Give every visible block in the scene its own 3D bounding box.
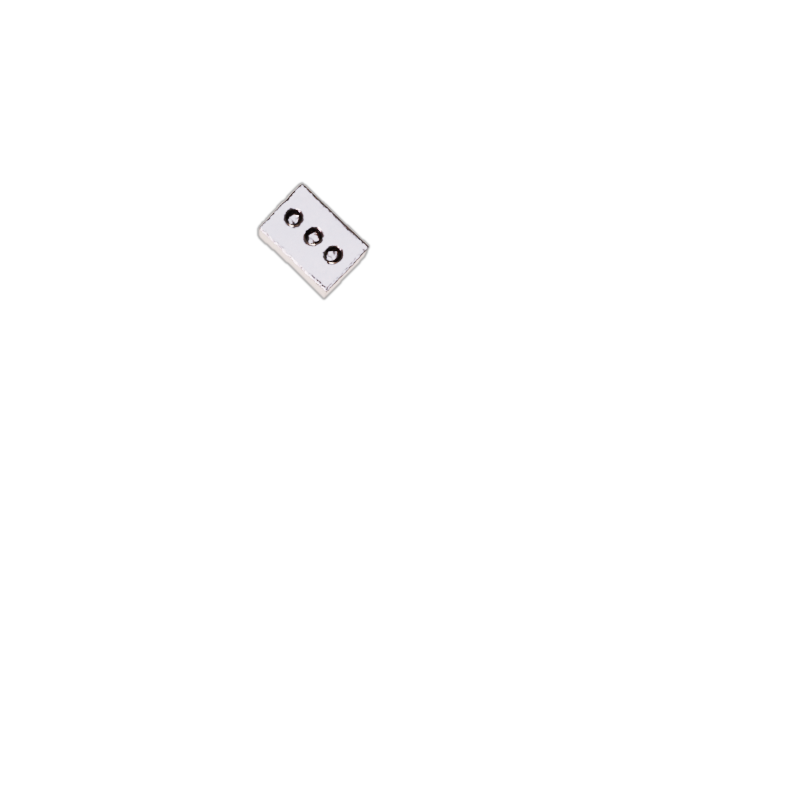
[{"bbox_3d":[-0.071,-0.129,0.905,0.079,0.053,0.050,43,-6,5],"label":"block"}]
